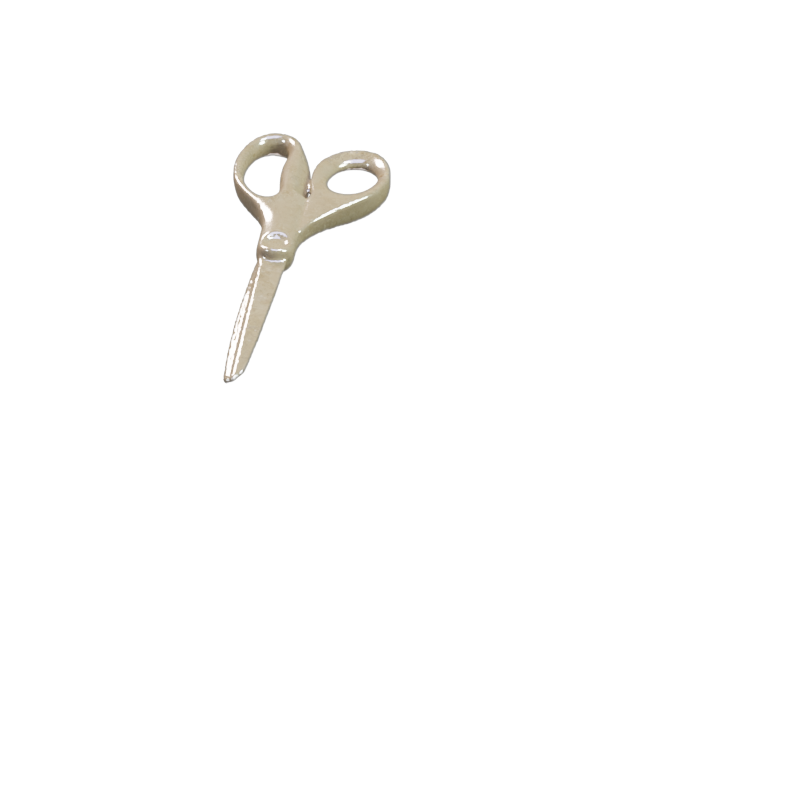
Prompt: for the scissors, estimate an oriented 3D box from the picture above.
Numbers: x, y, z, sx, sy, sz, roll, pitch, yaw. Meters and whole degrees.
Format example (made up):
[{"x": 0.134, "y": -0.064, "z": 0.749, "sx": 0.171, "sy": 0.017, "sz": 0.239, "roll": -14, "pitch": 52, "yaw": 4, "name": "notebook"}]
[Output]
[{"x": -0.044, "y": -0.081, "z": 0.565, "sx": 0.095, "sy": 0.015, "sz": 0.217, "roll": -5, "pitch": 41, "yaw": -6, "name": "scissors"}]
